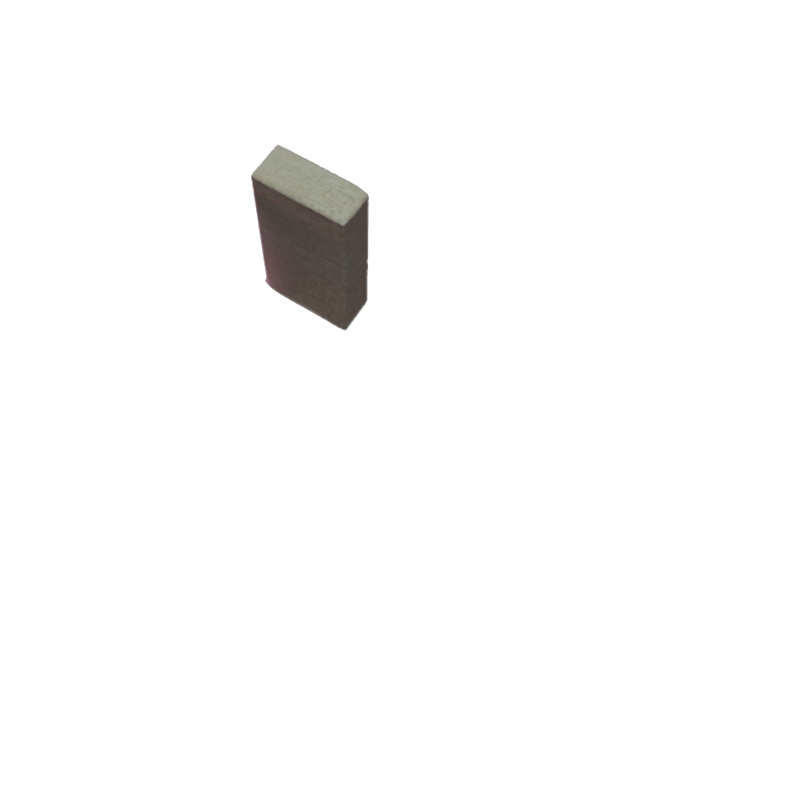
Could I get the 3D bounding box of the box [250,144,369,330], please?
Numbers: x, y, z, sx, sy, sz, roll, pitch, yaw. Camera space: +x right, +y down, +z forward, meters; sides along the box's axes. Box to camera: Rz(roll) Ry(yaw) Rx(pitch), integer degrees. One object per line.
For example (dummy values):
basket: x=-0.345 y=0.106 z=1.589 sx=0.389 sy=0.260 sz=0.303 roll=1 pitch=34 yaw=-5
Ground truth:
box: x=-0.074 y=-0.136 z=0.954 sx=0.097 sy=0.049 sz=0.166 roll=32 pitch=-26 yaw=13
